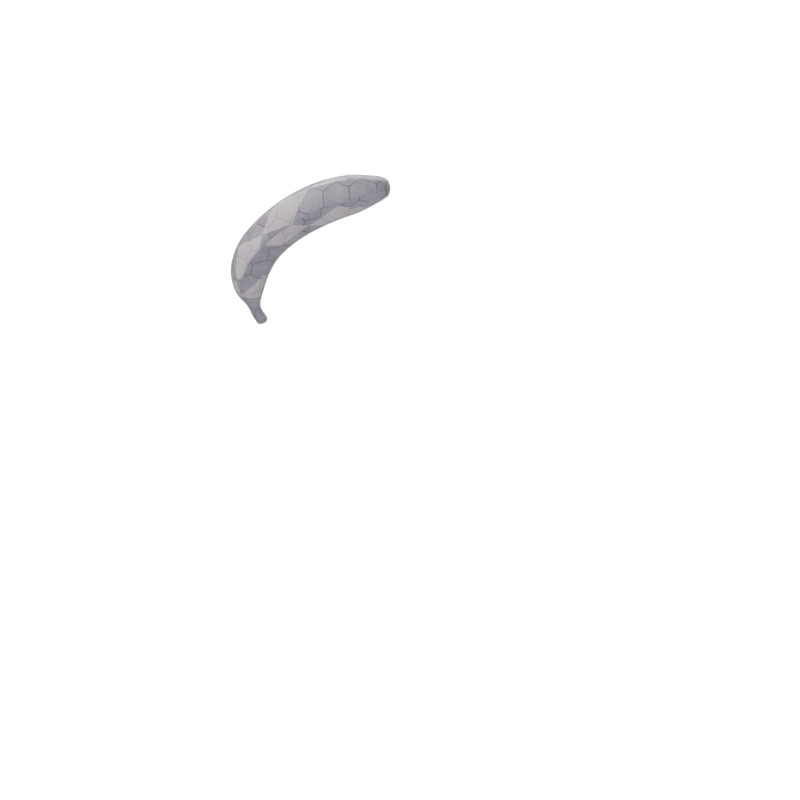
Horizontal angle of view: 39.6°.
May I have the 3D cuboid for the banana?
[{"bbox_3d":[-0.093,-0.145,0.973,0.066,0.039,0.194,29,-50,-28],"label":"banana"}]
